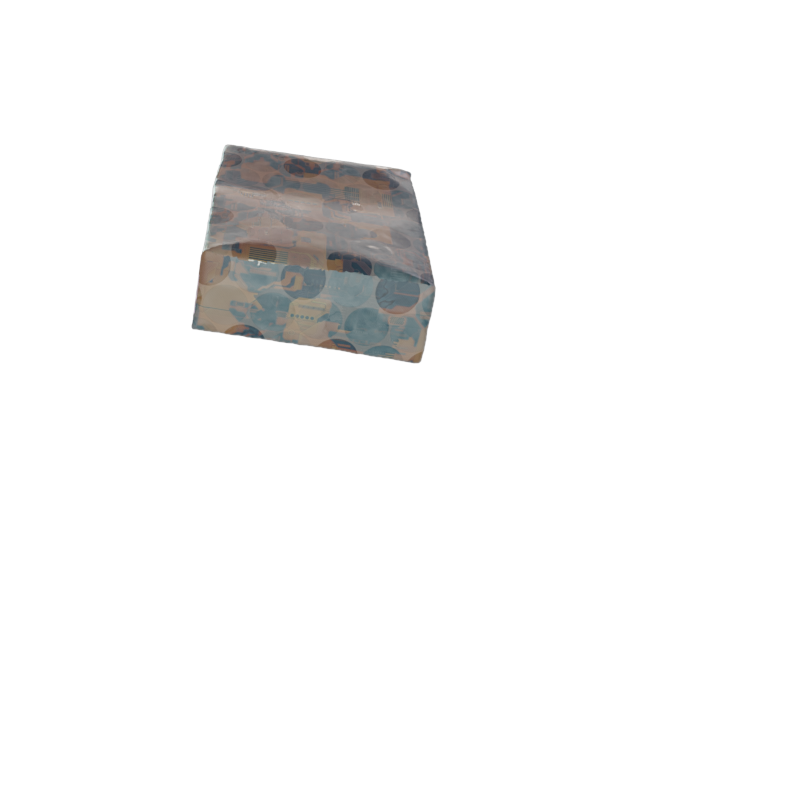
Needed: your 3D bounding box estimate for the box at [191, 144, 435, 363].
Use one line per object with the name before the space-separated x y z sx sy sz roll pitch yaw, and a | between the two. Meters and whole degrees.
box | -0.066 -0.121 0.848 0.163 0.068 0.227 7 31 -7
